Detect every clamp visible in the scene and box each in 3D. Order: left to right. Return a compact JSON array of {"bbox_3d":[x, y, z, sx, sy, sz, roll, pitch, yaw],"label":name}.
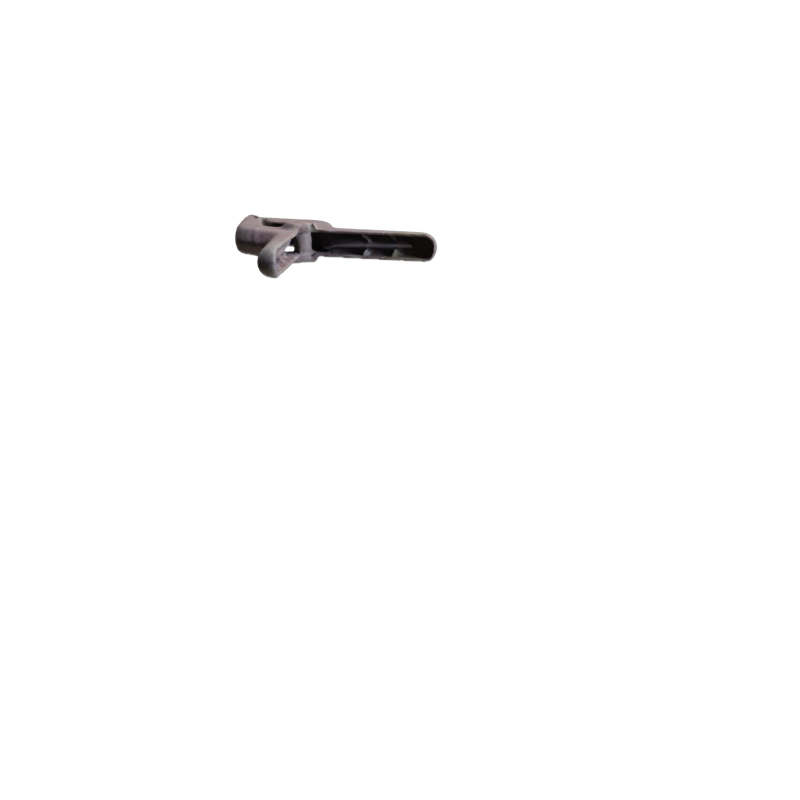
[{"bbox_3d":[-0.078,-0.141,0.990,0.161,0.035,0.221,-7,17,-23],"label":"clamp"}]
